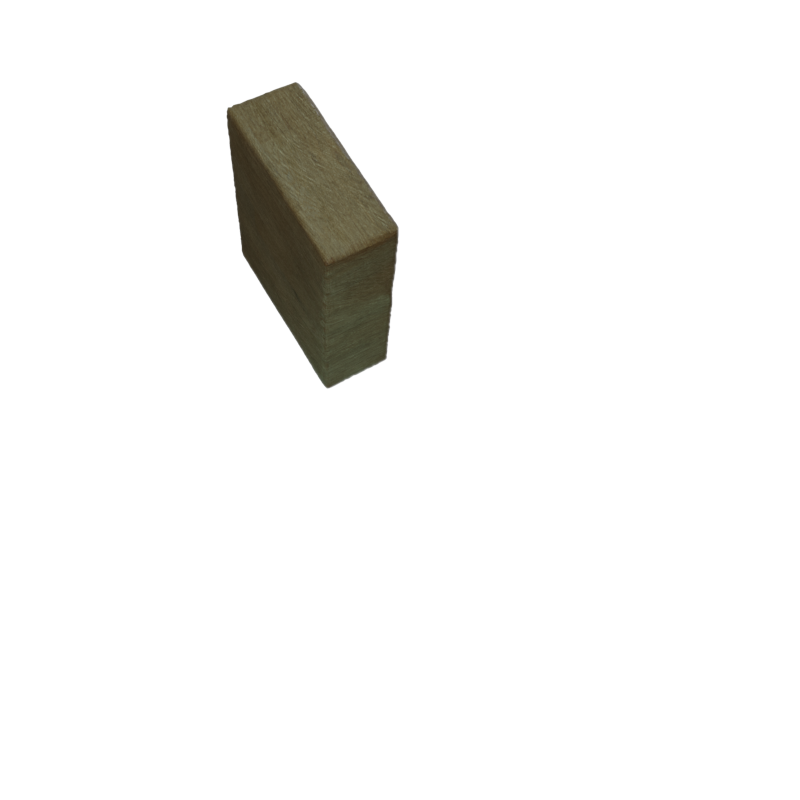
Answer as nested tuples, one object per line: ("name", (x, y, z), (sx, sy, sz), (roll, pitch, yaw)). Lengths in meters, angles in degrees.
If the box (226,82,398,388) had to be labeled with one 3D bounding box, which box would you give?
("box", (-0.072, -0.131, 0.915), (0.072, 0.175, 0.201), (-25, -24, -16))
